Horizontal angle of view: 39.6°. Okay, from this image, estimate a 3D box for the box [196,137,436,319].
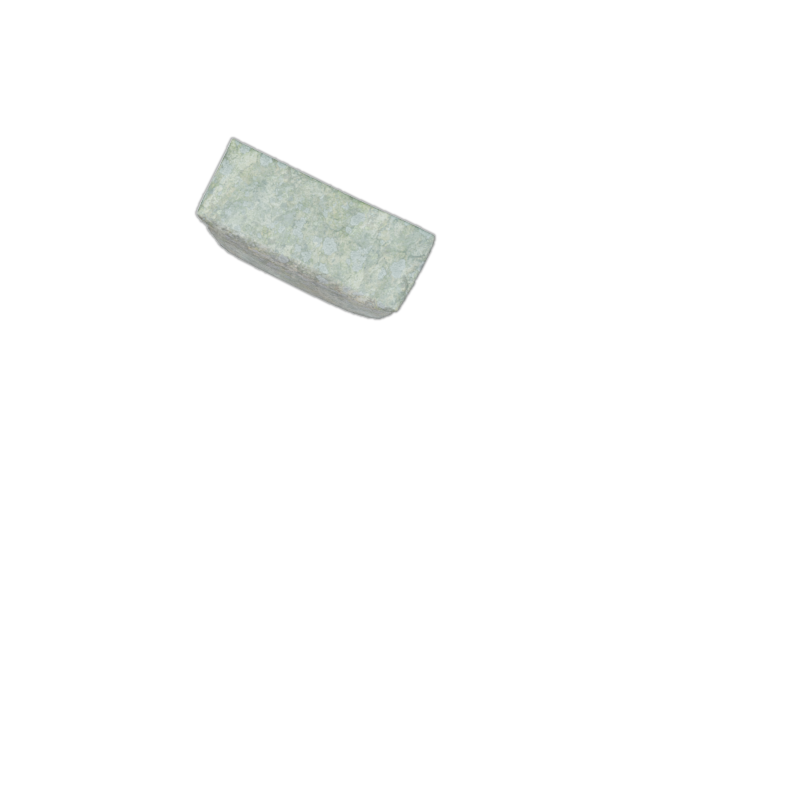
[{"bbox_3d":[-0.069,-0.127,0.887,0.164,0.072,0.213,26,0,-2],"label":"box"}]
